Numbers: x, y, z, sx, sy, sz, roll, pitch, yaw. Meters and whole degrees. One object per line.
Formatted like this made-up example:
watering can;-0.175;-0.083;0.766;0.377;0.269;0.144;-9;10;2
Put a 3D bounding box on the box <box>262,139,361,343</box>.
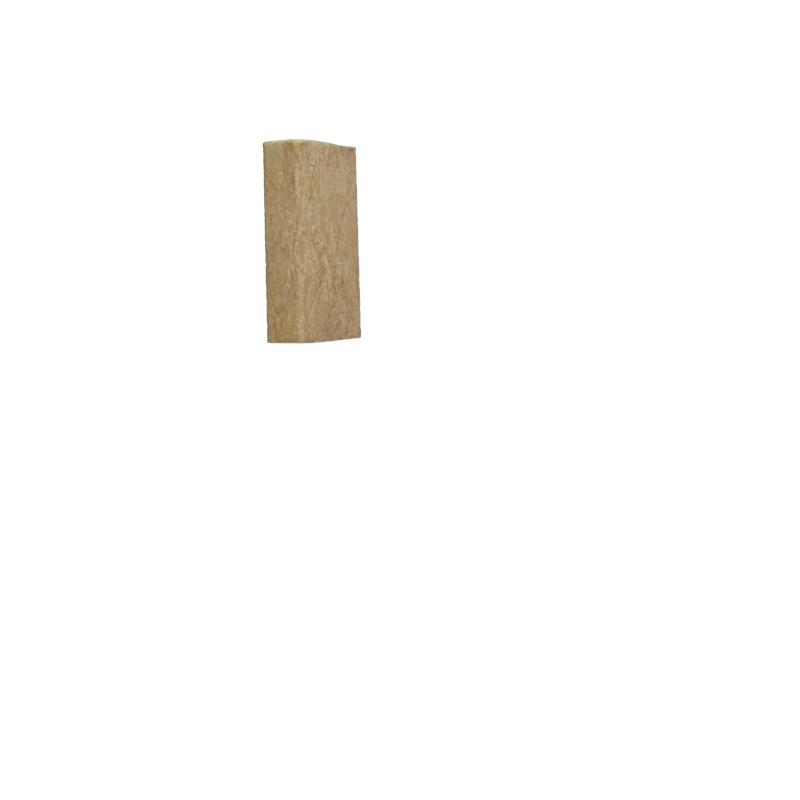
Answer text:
box;-0.077;-0.141;0.986;0.050;0.176;0.090;0;1;34
